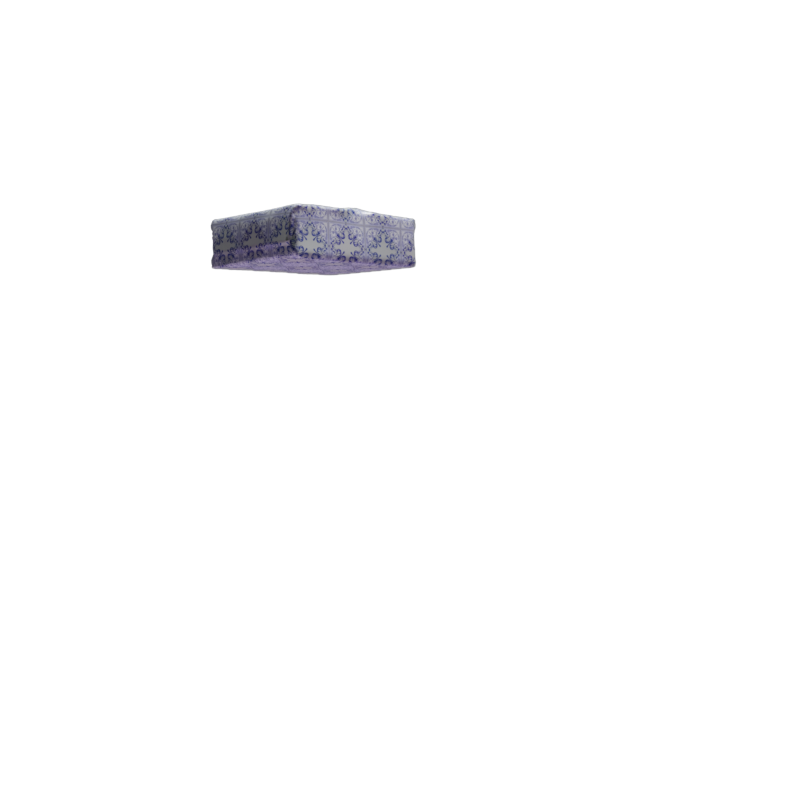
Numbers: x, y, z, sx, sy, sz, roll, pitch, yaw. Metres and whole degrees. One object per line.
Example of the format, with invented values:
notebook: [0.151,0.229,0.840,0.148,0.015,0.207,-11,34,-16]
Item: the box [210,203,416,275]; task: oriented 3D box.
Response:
box: [-0.048,-0.086,0.606,0.085,0.030,0.076,0,0,-42]
